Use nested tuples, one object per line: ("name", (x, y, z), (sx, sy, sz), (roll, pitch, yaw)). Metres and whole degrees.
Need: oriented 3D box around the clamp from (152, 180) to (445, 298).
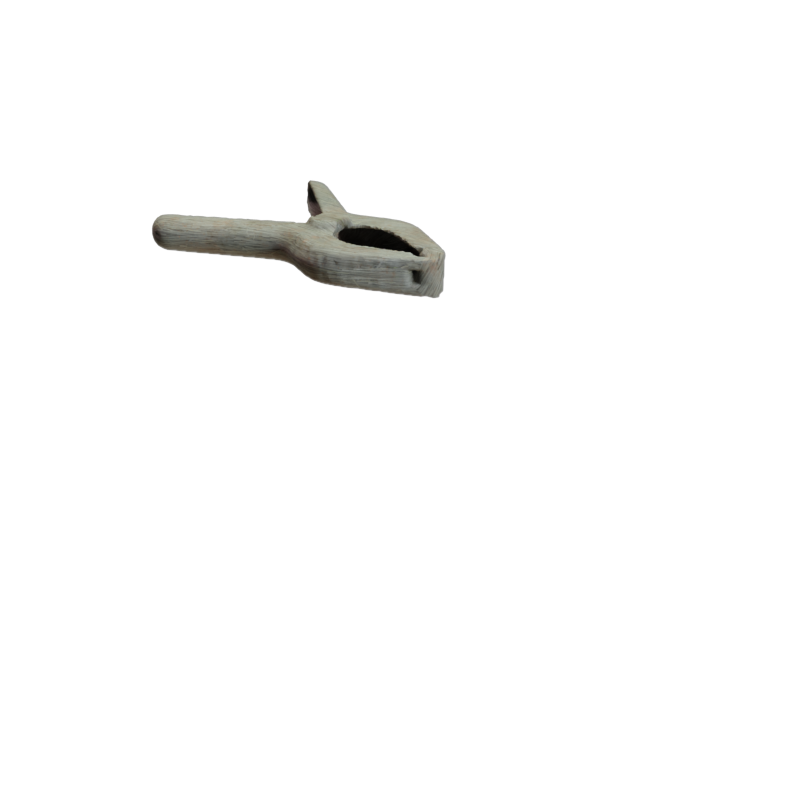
("clamp", (-0.060, -0.110, 0.768), (0.162, 0.035, 0.224), (-19, 31, -35))
